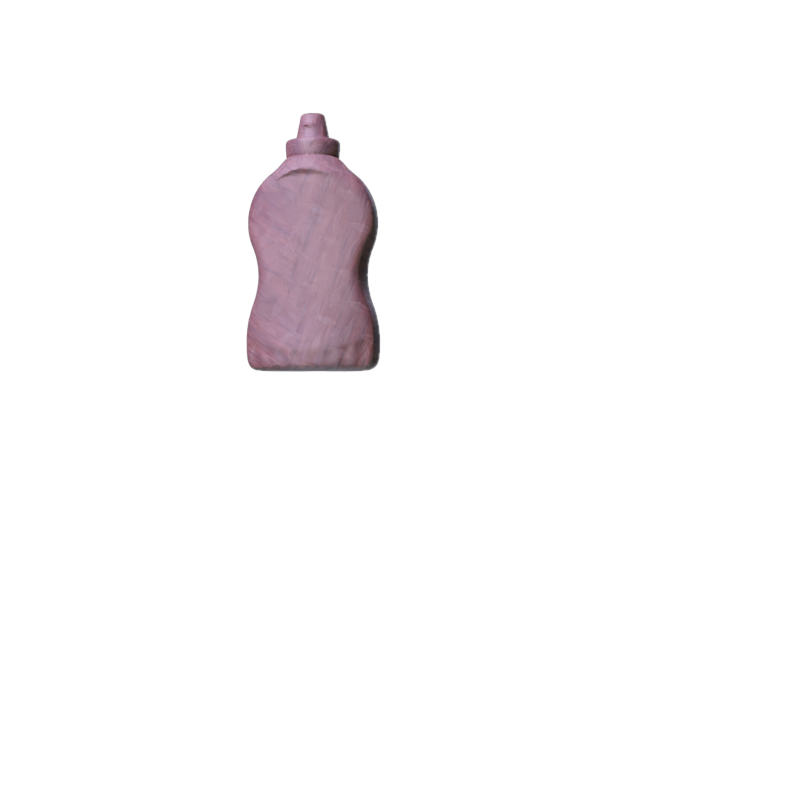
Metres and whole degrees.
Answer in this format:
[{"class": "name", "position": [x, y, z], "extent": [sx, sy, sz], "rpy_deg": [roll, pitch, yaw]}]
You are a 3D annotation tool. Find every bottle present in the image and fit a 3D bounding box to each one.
[{"class": "bottle", "position": [-0.065, -0.118, 0.823], "extent": [0.098, 0.195, 0.056], "rpy_deg": [-2, -6, 13]}]
